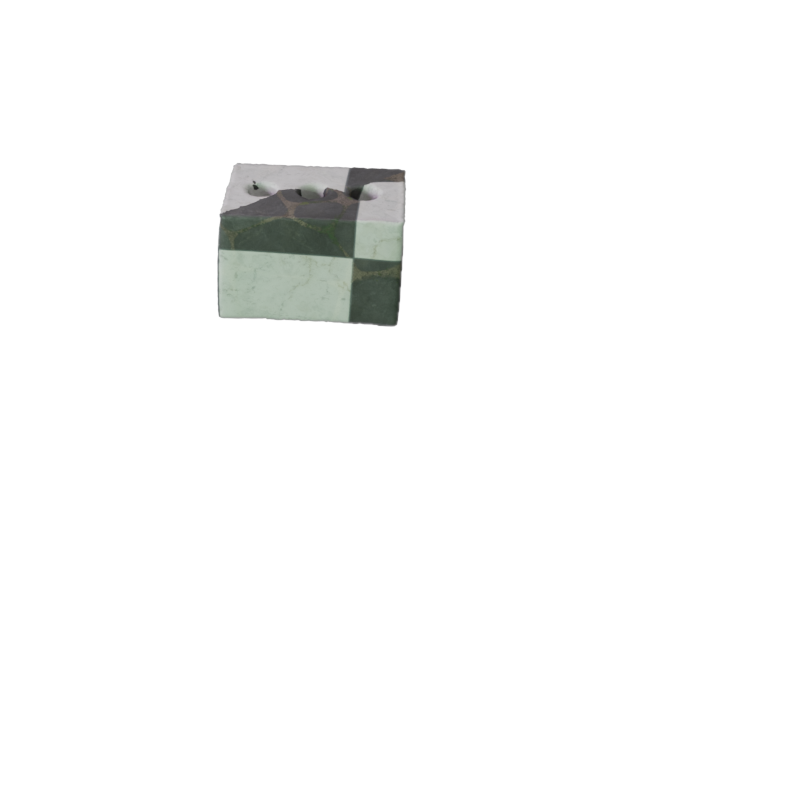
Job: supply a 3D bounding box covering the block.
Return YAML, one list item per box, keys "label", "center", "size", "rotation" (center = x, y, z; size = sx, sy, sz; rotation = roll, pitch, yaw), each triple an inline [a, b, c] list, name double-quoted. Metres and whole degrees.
- label: "block"
  center: [-0.038, -0.069, 0.480]
  size: [0.078, 0.048, 0.056]
  rotation: [2, 34, 2]
